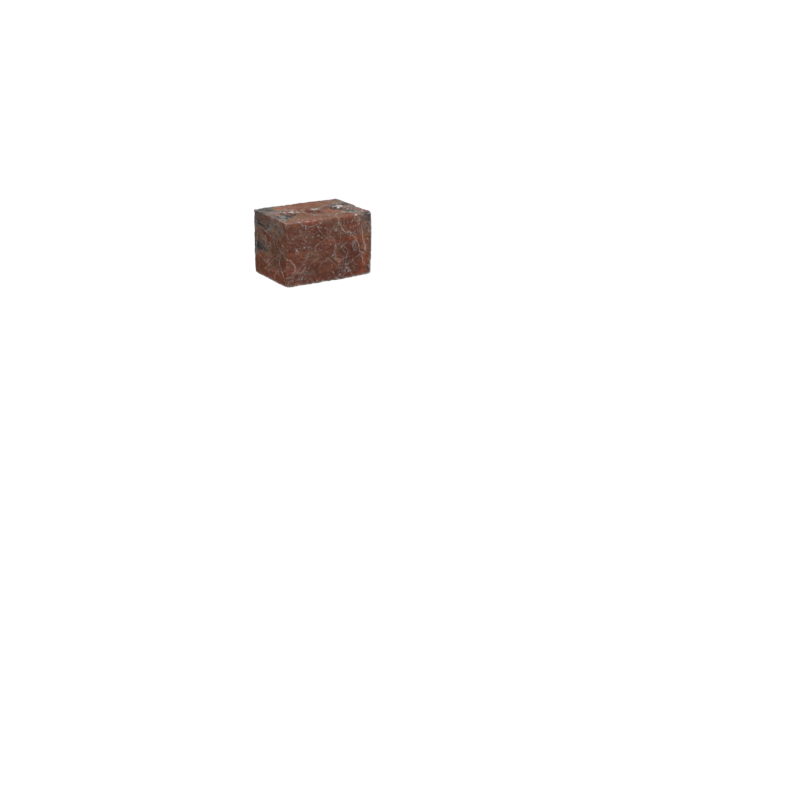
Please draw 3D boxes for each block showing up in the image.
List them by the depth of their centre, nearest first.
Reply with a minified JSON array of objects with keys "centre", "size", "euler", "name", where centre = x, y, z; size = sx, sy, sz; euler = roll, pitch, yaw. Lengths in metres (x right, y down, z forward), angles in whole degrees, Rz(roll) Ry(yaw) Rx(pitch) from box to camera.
[{"centre":[-0.067,-0.123,0.858],"size":[0.076,0.049,0.056],"euler":[-12,23,-31],"name":"block"}]
